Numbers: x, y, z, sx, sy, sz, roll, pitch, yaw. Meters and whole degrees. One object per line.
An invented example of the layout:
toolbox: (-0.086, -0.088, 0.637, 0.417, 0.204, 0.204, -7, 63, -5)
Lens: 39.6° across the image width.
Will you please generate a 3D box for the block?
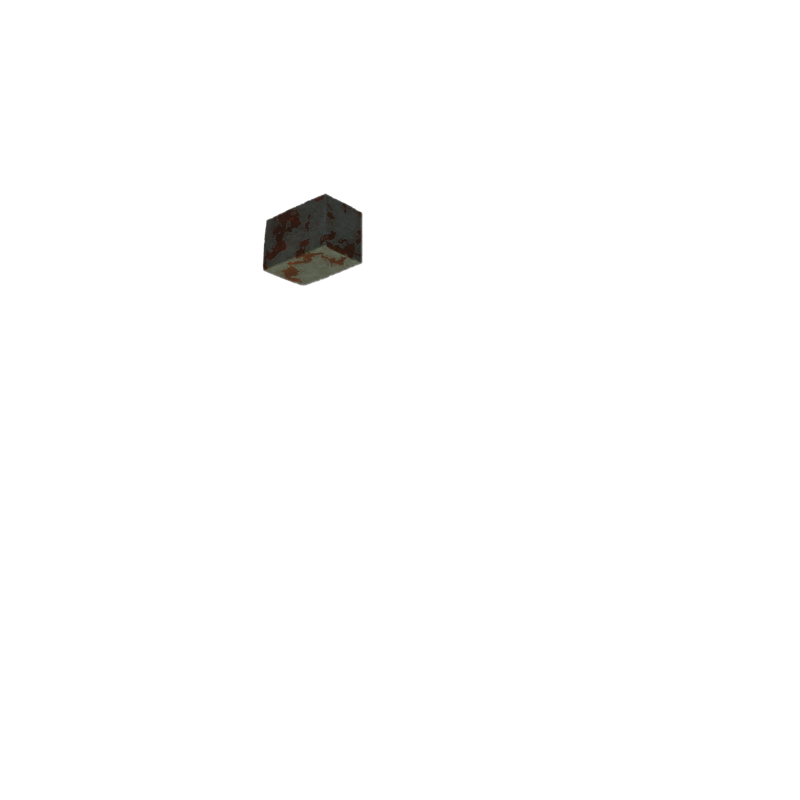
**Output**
block: (-0.078, -0.143, 0.999, 0.079, 0.054, 0.049, -18, -27, 37)
